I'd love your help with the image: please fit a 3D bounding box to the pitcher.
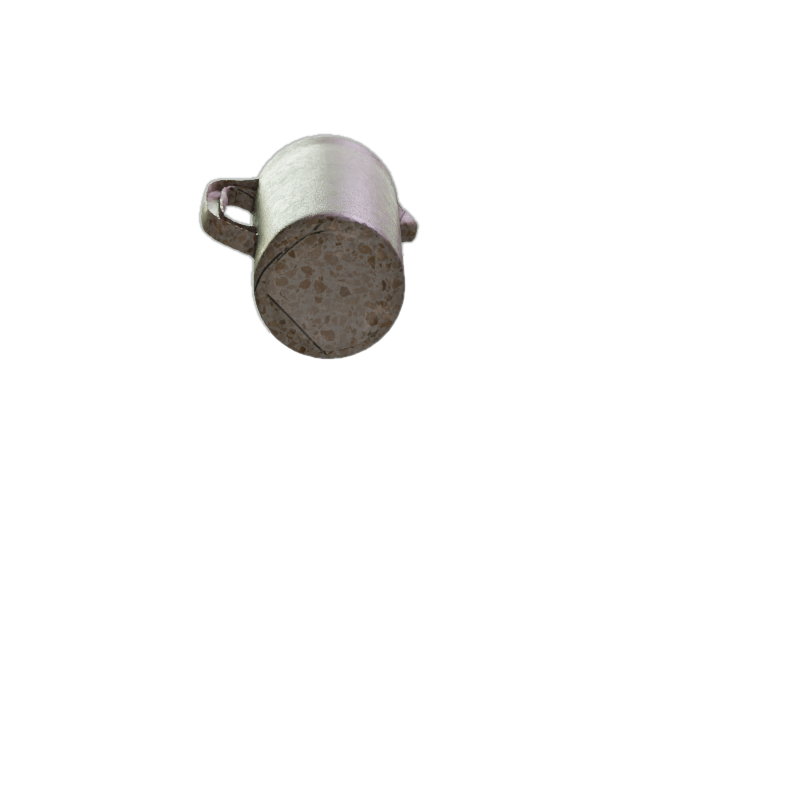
[{"bbox_3d":[-0.069,-0.126,0.886,0.149,0.139,0.254,-30,20,8],"label":"pitcher"}]
